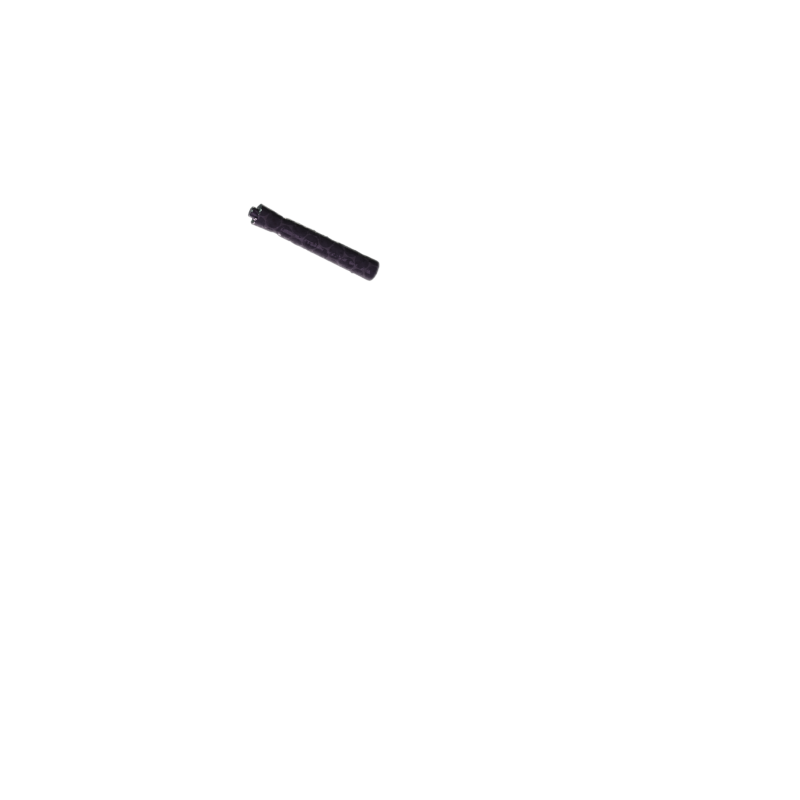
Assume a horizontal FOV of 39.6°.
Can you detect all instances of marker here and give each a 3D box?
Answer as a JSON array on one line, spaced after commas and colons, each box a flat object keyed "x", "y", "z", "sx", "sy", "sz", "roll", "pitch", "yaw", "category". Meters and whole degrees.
[{"x": -0.073, "y": -0.132, "z": 0.927, "sx": 0.116, "sy": 0.020, "sz": 0.020, "roll": 24, "pitch": -5, "yaw": -18, "category": "marker"}]
